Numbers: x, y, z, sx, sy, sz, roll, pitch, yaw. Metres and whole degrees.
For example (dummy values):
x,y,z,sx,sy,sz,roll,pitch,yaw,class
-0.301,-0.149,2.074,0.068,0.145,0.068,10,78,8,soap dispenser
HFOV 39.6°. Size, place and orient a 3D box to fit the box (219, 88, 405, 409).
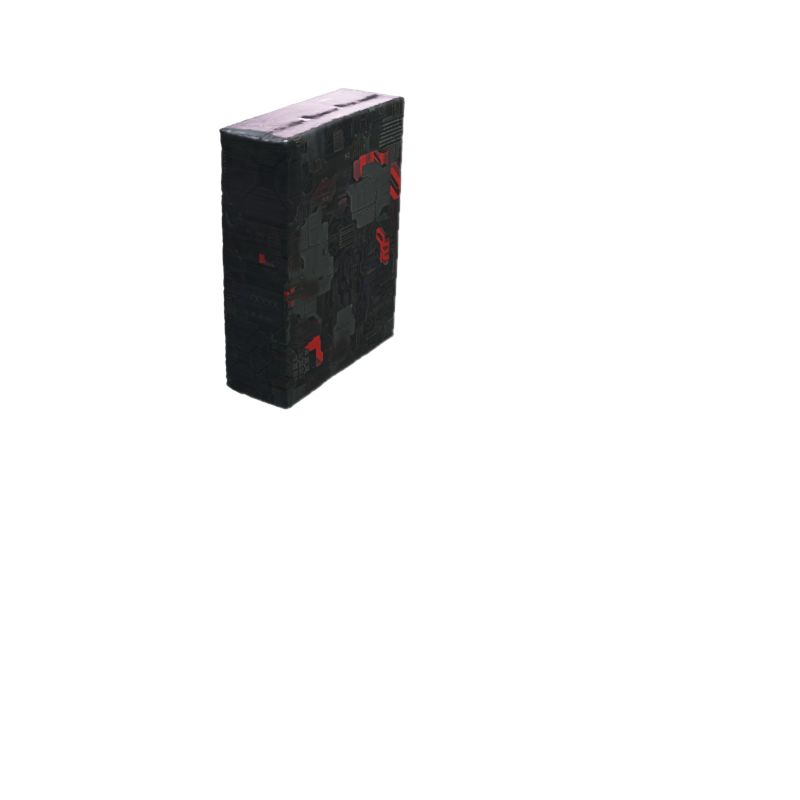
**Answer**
x,y,z,sx,sy,sz,roll,pitch,yaw,class
-0.069,-0.125,0.878,0.075,0.203,0.165,14,27,28,box
